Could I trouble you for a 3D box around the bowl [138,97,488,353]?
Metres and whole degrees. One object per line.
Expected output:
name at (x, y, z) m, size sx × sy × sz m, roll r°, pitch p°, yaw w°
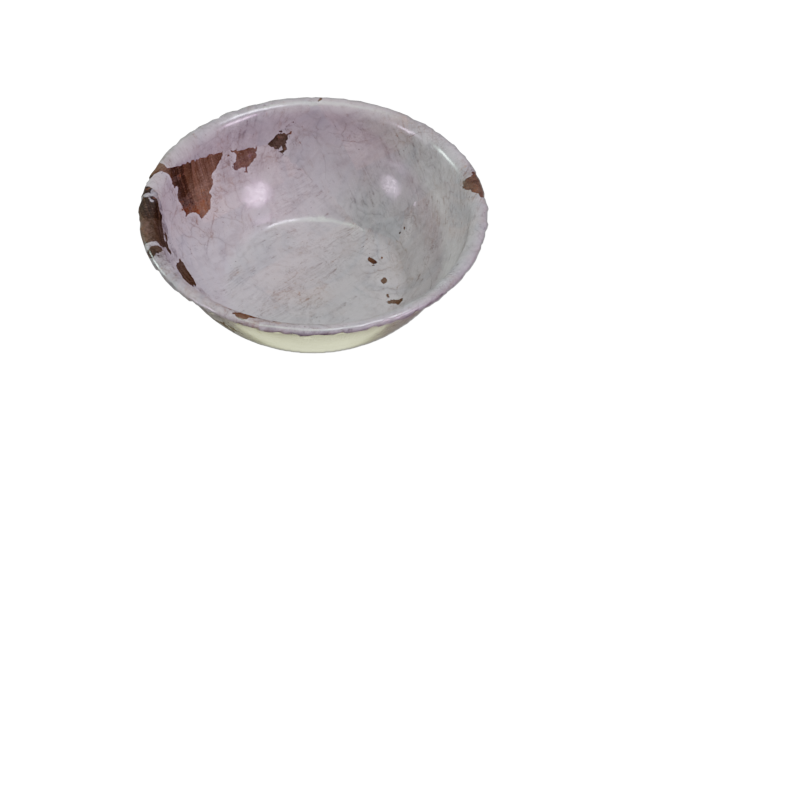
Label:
bowl at (-0.042, -0.076, 0.533) m, size 0.162 × 0.174 × 0.051 m, roll -1°, pitch -42°, yaw -1°
